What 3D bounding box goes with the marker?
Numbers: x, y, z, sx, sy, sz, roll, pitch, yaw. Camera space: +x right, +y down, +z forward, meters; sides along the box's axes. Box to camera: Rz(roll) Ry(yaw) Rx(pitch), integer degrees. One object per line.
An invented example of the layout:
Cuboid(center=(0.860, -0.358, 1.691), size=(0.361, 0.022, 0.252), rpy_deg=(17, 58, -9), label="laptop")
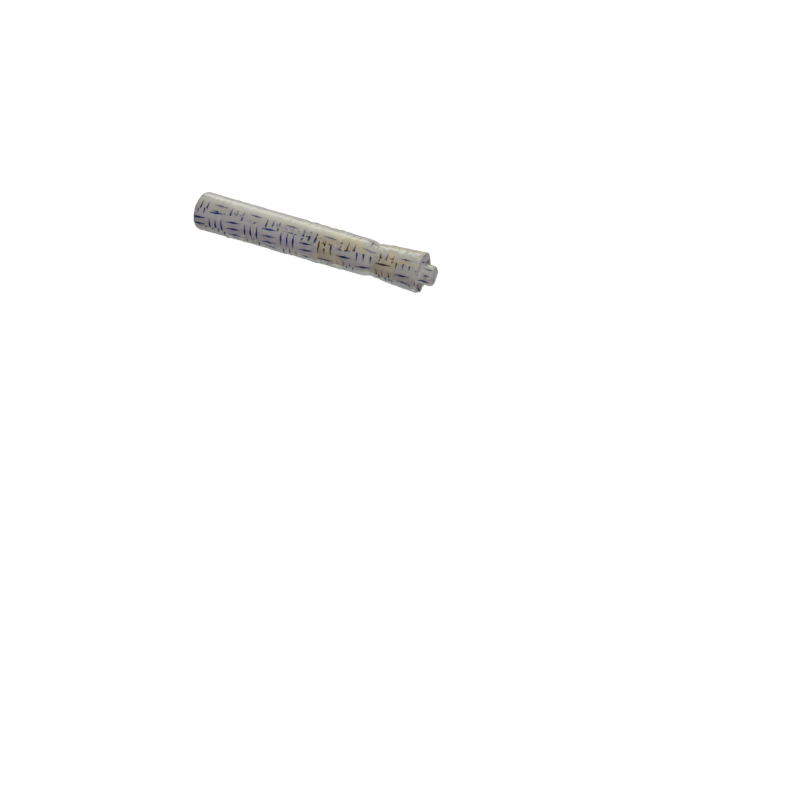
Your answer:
Cuboid(center=(-0.040, -0.073, 0.513), size=(0.126, 0.019, 0.019), rpy_deg=(19, 10, 22), label="marker")
